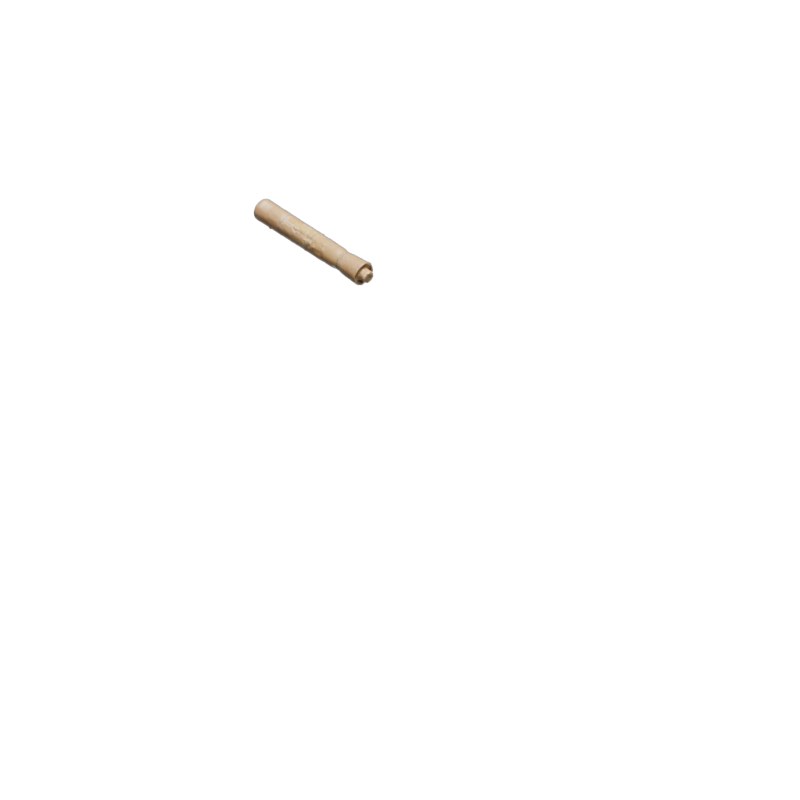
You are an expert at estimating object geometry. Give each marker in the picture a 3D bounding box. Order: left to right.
[{"bbox_3d":[-0.065,-0.119,0.837,0.019,0.019,0.129,-3,31,-48],"label":"marker"}]
